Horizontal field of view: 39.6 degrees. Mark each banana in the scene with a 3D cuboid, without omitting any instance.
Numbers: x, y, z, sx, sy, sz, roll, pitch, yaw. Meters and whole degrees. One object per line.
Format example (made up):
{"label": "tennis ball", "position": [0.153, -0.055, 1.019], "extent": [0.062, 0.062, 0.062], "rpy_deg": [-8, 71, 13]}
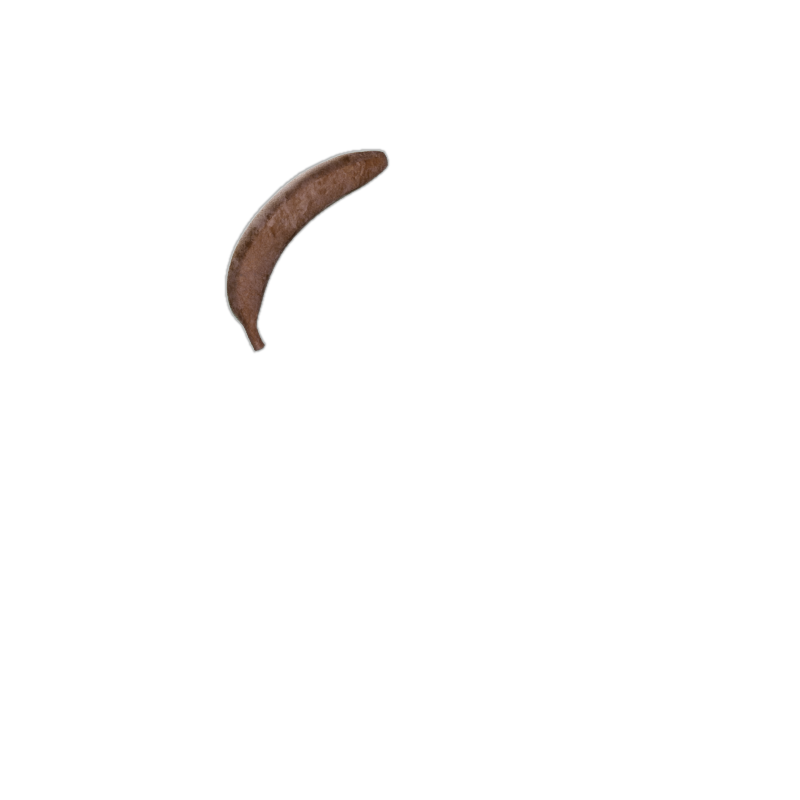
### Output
{"label": "banana", "position": [-0.090, -0.140, 0.931], "extent": [0.069, 0.197, 0.037], "rpy_deg": [34, 3, -4]}
